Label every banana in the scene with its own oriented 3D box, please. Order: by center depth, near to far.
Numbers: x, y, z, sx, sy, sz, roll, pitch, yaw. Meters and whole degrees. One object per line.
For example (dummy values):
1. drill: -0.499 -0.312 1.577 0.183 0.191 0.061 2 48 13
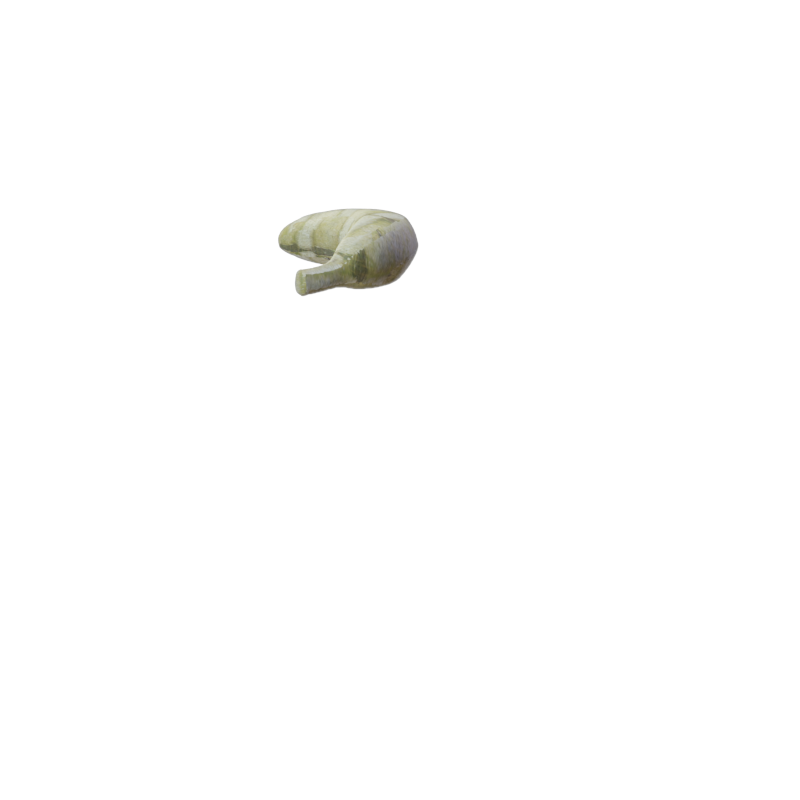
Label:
1. banana: -0.029 -0.087 0.611 0.069 0.036 0.203 -1 12 -8
